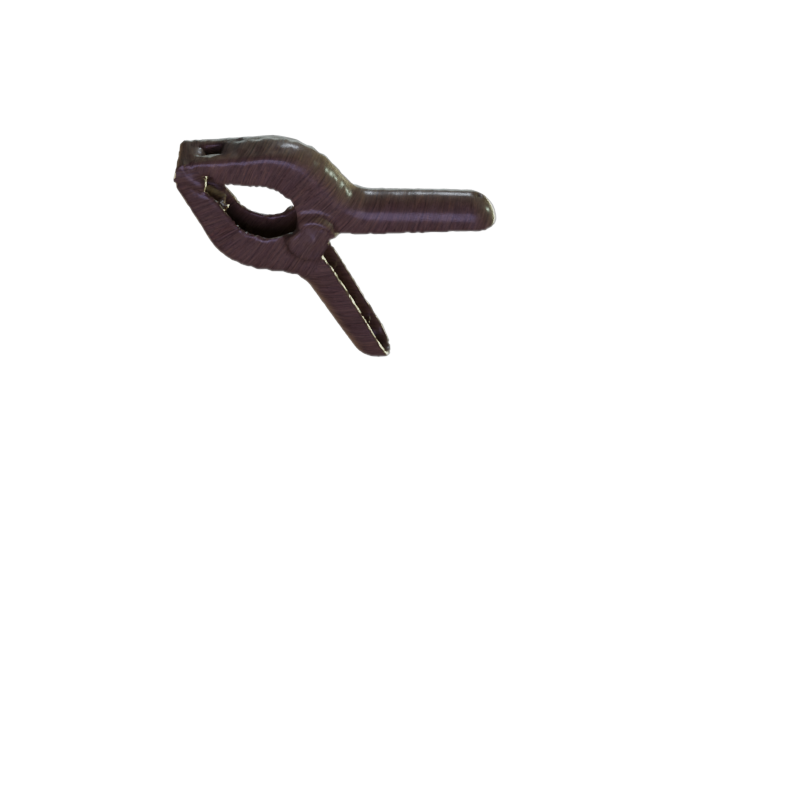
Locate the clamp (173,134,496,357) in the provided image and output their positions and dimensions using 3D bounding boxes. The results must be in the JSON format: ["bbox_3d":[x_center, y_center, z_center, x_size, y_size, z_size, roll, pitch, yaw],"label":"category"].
[{"bbox_3d":[-0.048,-0.087,0.607,0.168,0.115,0.042,19,29,-11],"label":"clamp"}]
